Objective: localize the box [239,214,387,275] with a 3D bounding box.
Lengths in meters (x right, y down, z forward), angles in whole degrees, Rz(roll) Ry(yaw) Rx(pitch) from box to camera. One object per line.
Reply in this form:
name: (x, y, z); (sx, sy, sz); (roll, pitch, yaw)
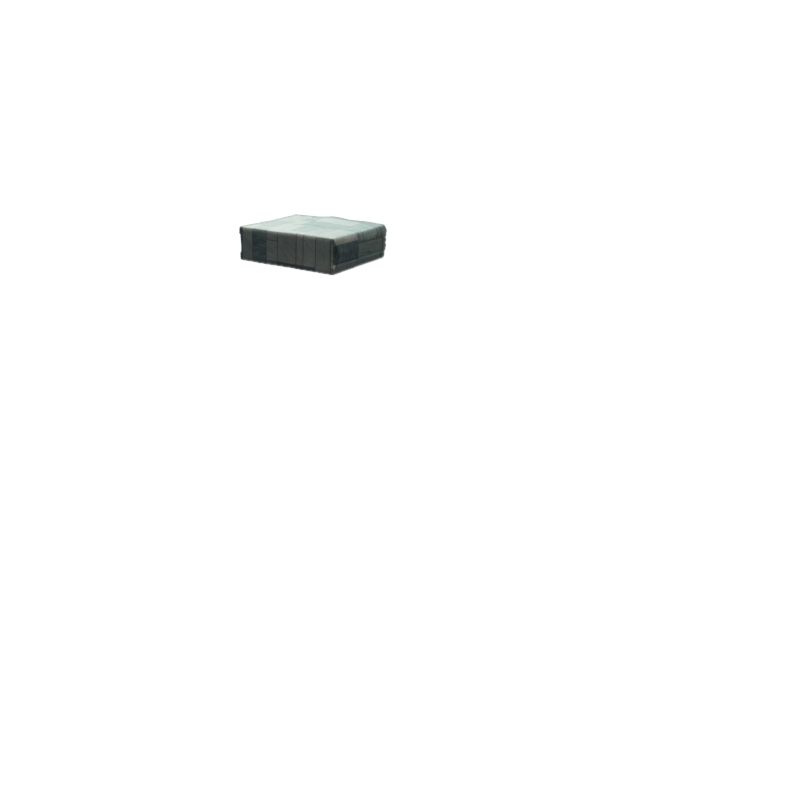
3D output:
box: (-0.066, -0.121, 0.849); (0.093, 0.029, 0.072); (11, 20, 32)
